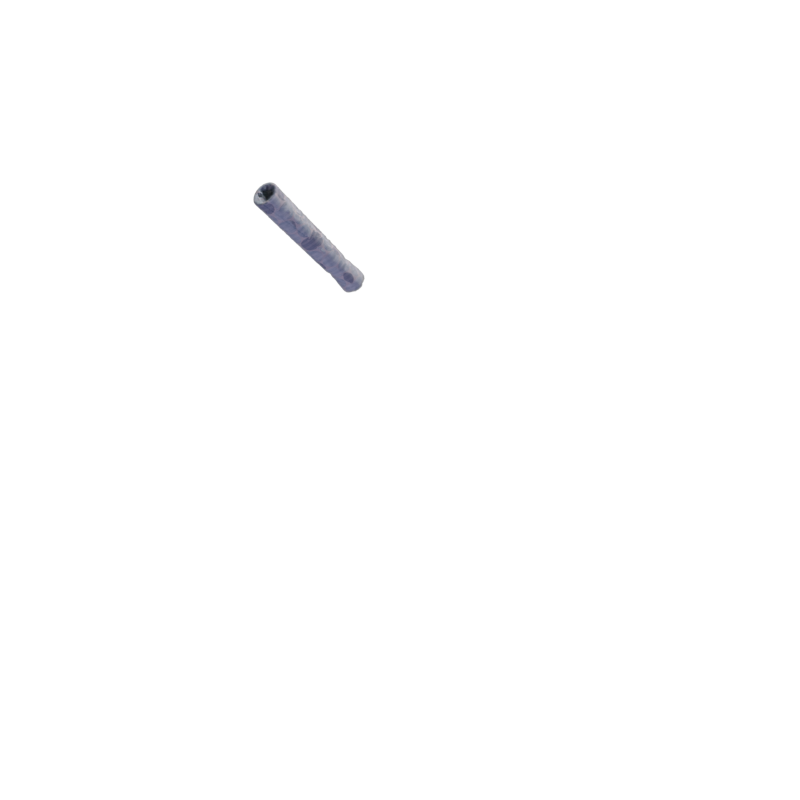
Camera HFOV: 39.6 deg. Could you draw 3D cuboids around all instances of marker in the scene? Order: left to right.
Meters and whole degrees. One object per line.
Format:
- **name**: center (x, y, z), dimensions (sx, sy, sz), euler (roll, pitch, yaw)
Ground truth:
- **marker**: center (-0.060, -0.110, 0.768), dimensions (0.021, 0.020, 0.112), euler (3, -26, 37)
